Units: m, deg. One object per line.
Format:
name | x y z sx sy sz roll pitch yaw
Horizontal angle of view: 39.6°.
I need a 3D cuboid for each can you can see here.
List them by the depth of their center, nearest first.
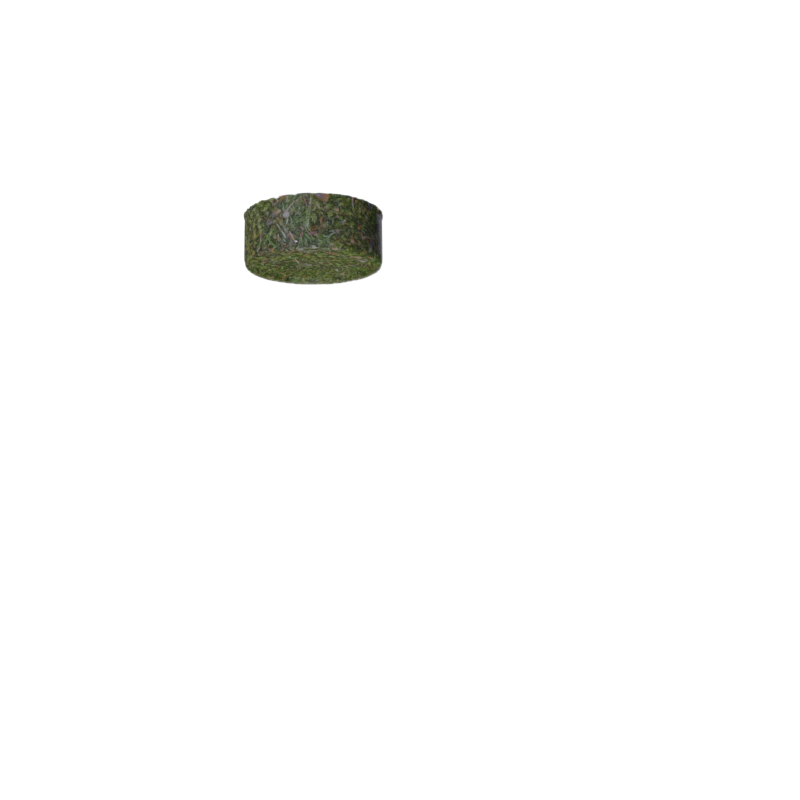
can | -0.053 -0.097 0.678 0.086 0.035 0.083 0 -11 -2
